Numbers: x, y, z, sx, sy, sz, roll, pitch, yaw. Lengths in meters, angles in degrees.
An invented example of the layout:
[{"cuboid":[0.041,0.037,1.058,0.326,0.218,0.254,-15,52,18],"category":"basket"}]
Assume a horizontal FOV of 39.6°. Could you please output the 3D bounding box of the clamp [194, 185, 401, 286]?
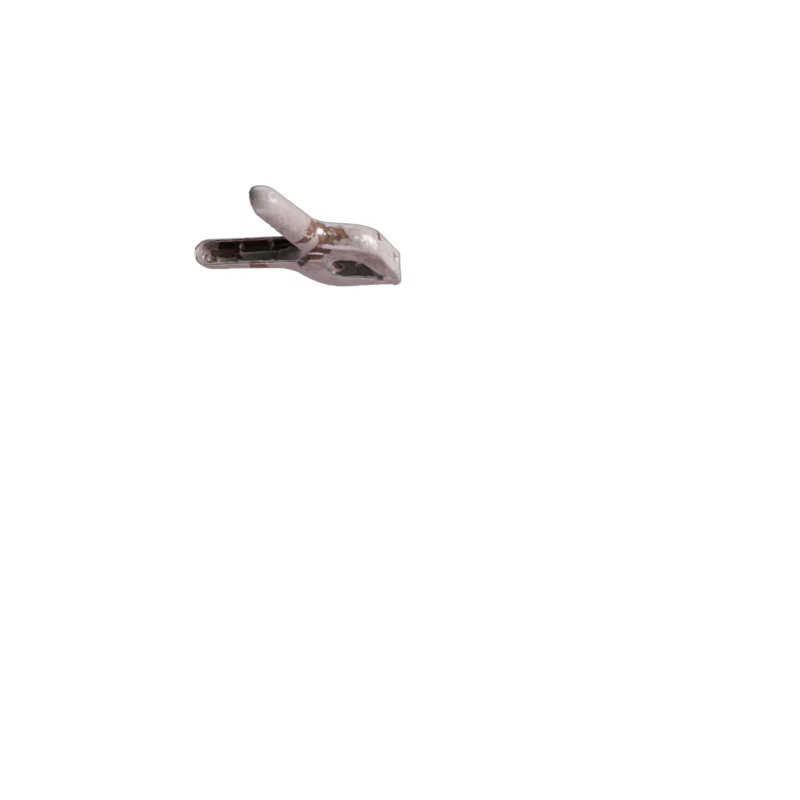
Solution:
[{"cuboid":[-0.070,-0.127,0.892,0.167,0.041,0.118,5,-16,-20],"category":"clamp"}]
